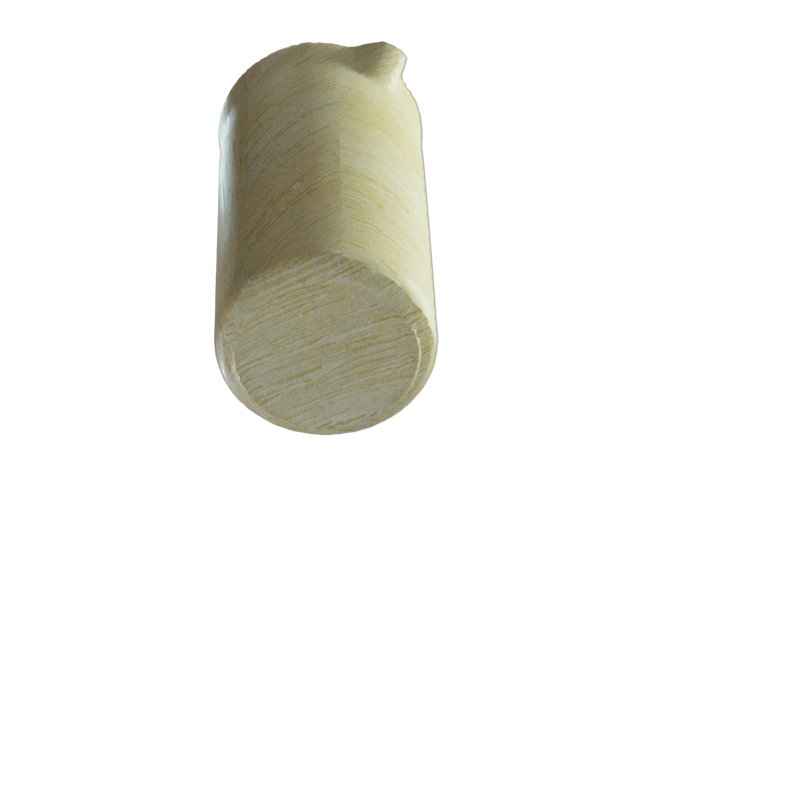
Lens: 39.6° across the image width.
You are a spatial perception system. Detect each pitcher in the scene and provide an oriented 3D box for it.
[{"bbox_3d":[-0.049,-0.090,0.630,0.145,0.139,0.260,-9,36,3],"label":"pitcher"}]
